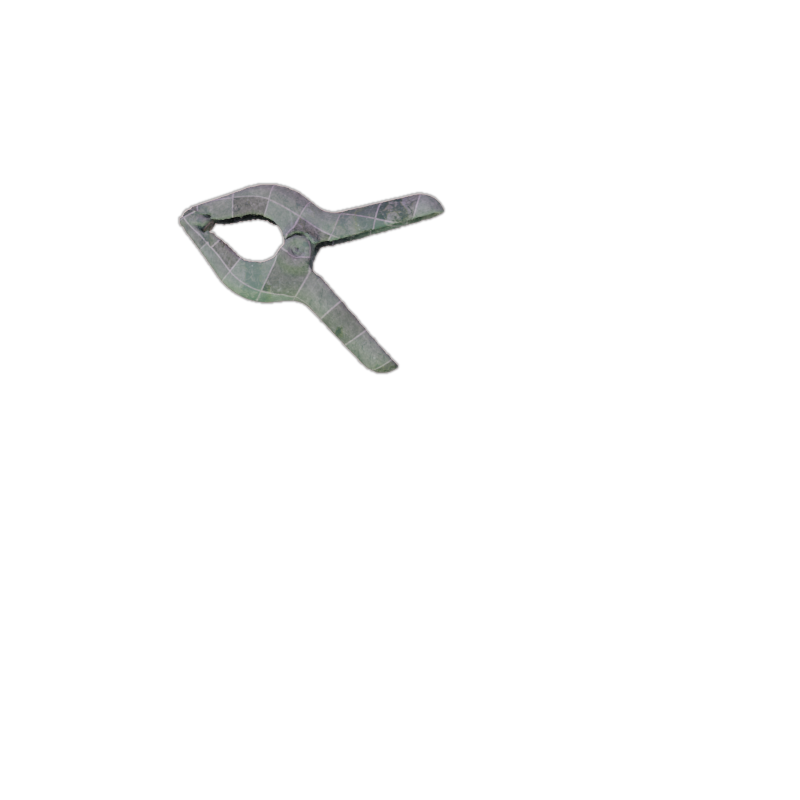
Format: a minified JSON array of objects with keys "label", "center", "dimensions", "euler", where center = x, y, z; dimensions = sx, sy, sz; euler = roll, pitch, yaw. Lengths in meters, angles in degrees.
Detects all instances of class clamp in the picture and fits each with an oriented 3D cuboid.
[{"label":"clamp","center":[-0.057,-0.105,0.734],"dimensions":[0.174,0.122,0.038],"euler":[25,-12,6]}]
